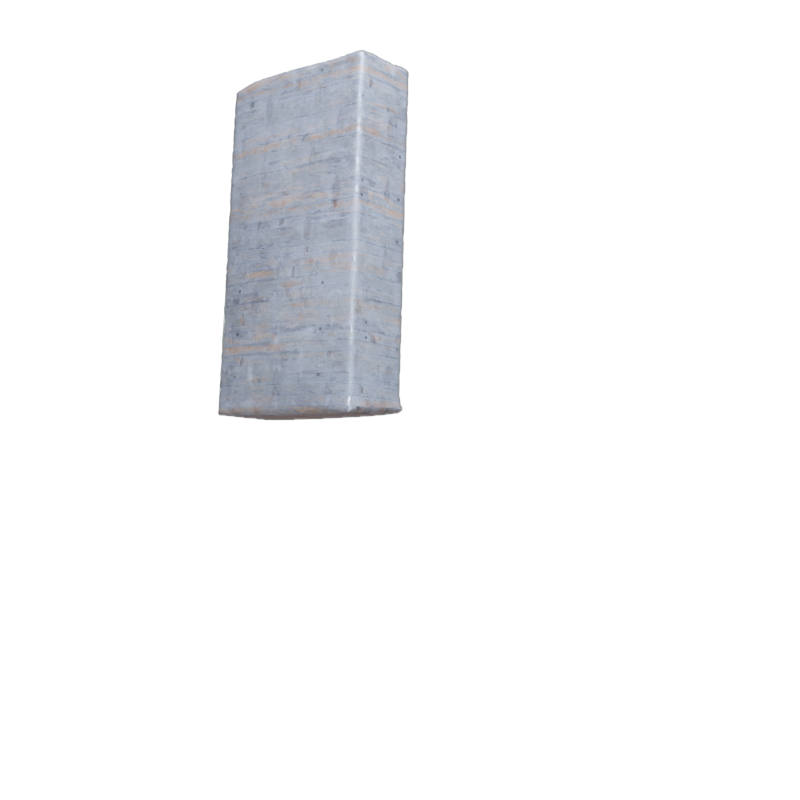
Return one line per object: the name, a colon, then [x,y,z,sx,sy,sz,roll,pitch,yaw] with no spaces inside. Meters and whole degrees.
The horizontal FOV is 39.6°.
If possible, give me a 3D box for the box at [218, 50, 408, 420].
box: [-0.044,-0.080,0.561,0.096,0.181,0.046,-8,-13,40]
